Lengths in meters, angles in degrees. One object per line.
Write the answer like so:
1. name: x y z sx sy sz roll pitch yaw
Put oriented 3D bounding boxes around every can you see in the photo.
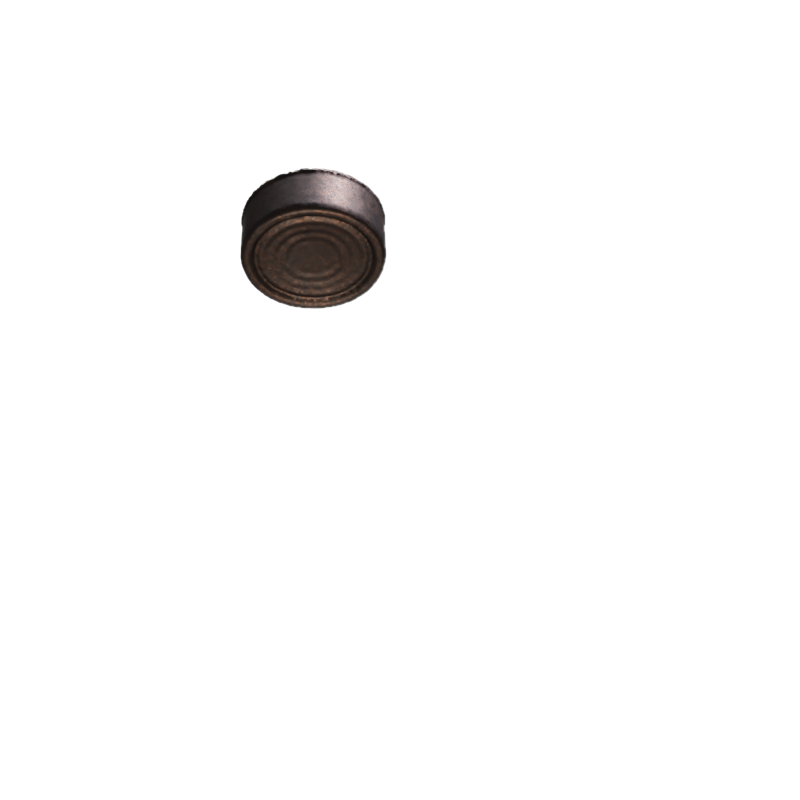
1. can: -0.051 -0.093 0.650 0.086 0.036 0.080 1 -41 -1
